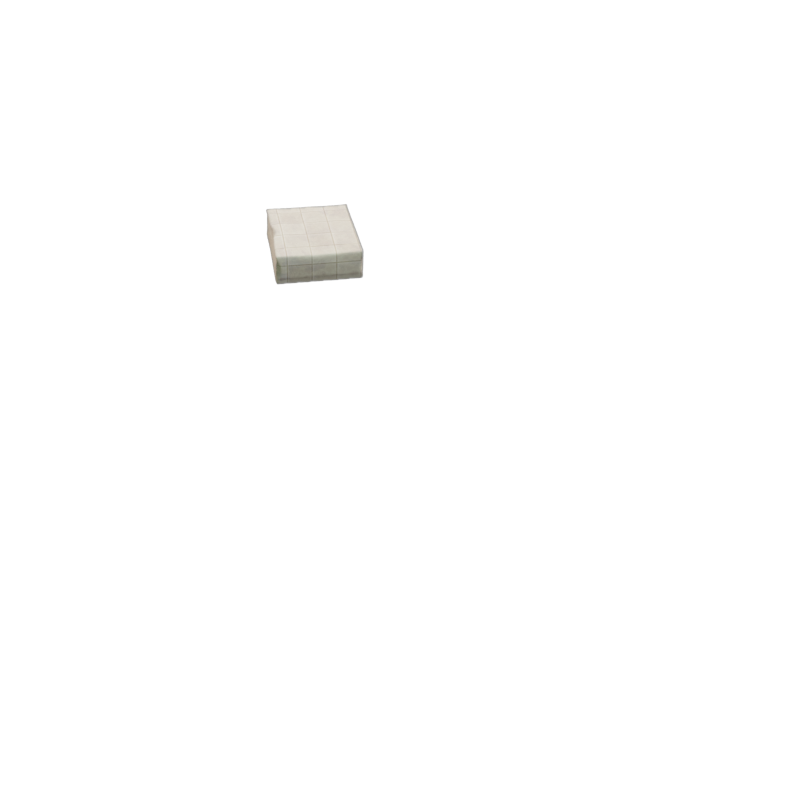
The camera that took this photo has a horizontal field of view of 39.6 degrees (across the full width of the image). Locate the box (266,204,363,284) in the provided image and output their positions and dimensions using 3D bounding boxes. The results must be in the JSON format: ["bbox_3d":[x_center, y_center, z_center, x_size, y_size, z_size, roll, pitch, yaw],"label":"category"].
[{"bbox_3d":[-0.074,-0.135,0.944,0.072,0.028,0.096,-5,35,-8],"label":"box"}]
